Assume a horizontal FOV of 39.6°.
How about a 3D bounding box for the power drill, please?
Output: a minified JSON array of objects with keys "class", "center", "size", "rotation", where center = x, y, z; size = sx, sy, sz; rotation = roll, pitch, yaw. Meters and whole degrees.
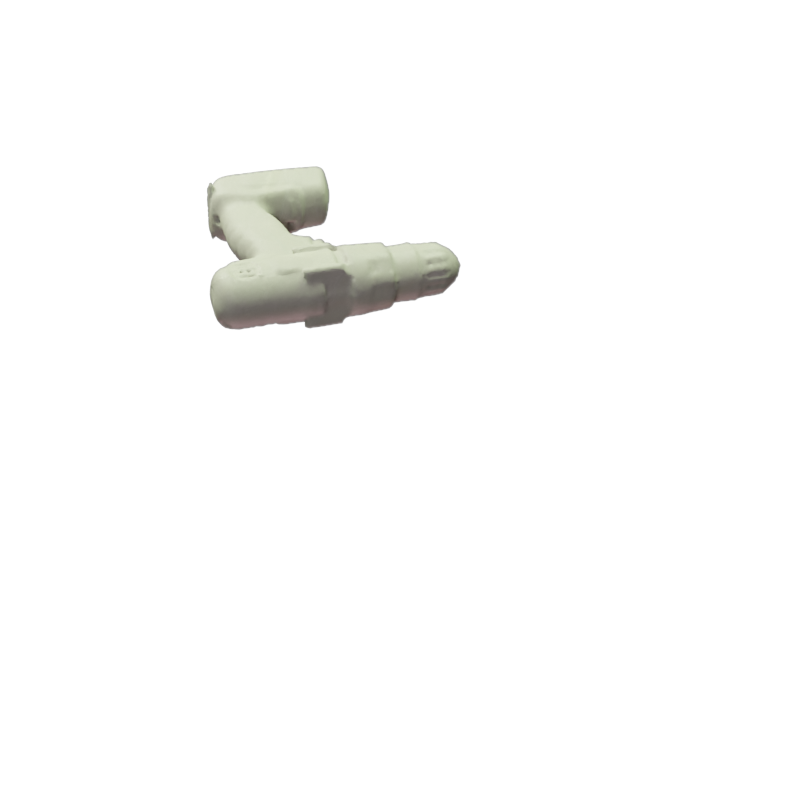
[{"class":"power drill","center":[-0.067,-0.123,0.860],"size":[0.182,0.054,0.202],"rotation":[-9,32,-15]}]
